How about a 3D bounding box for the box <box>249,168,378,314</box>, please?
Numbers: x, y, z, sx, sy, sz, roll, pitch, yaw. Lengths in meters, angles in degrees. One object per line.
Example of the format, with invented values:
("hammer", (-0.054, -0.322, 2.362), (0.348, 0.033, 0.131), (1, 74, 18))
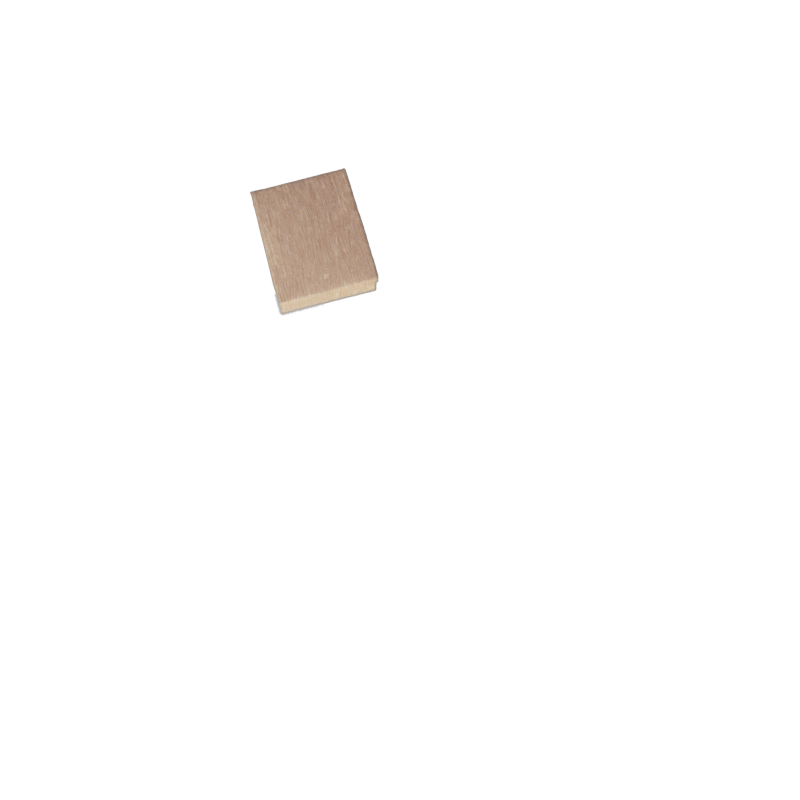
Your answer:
("box", (-0.077, -0.141, 0.990), (0.089, 0.120, 0.037), (-15, -20, -6))
